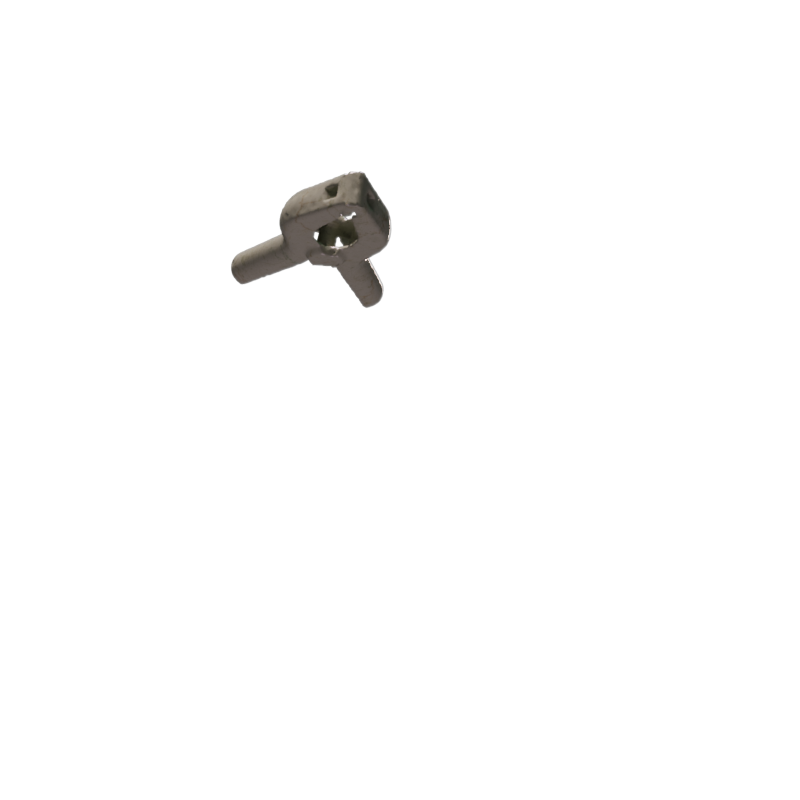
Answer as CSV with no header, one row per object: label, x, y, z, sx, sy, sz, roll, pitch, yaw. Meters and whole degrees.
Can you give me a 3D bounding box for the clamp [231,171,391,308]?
clamp,-0.063,-0.116,0.809,0.119,0.041,0.163,2,-23,-6
